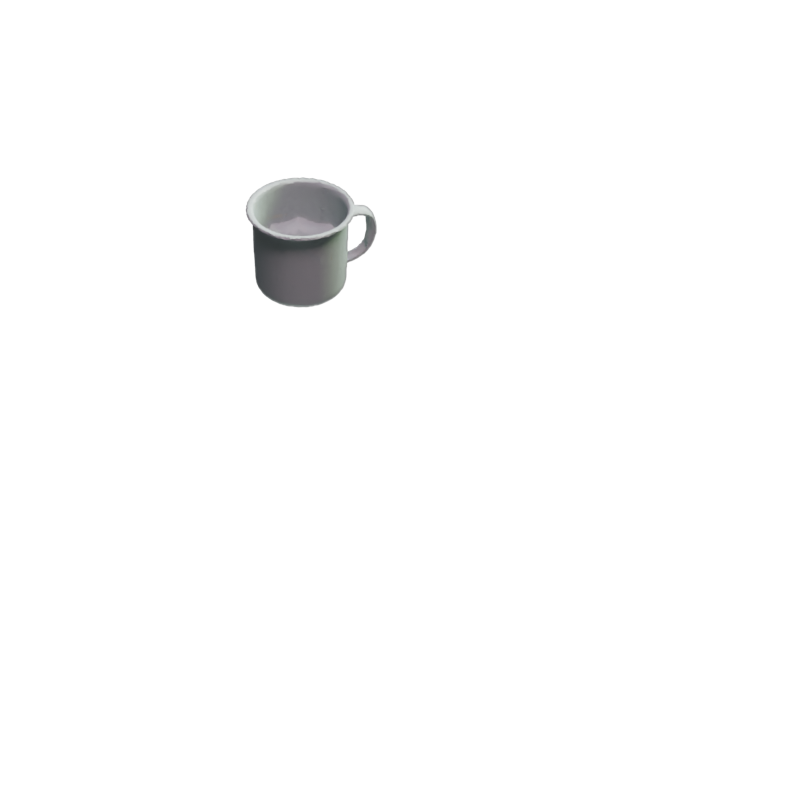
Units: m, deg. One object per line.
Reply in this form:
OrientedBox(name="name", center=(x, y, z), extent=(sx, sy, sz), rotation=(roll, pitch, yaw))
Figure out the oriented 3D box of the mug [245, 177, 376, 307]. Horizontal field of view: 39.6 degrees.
OrientedBox(name="mug", center=(-0.076, -0.139, 0.971), extent=(0.116, 0.076, 0.101), rotation=(-16, 44, -19))
